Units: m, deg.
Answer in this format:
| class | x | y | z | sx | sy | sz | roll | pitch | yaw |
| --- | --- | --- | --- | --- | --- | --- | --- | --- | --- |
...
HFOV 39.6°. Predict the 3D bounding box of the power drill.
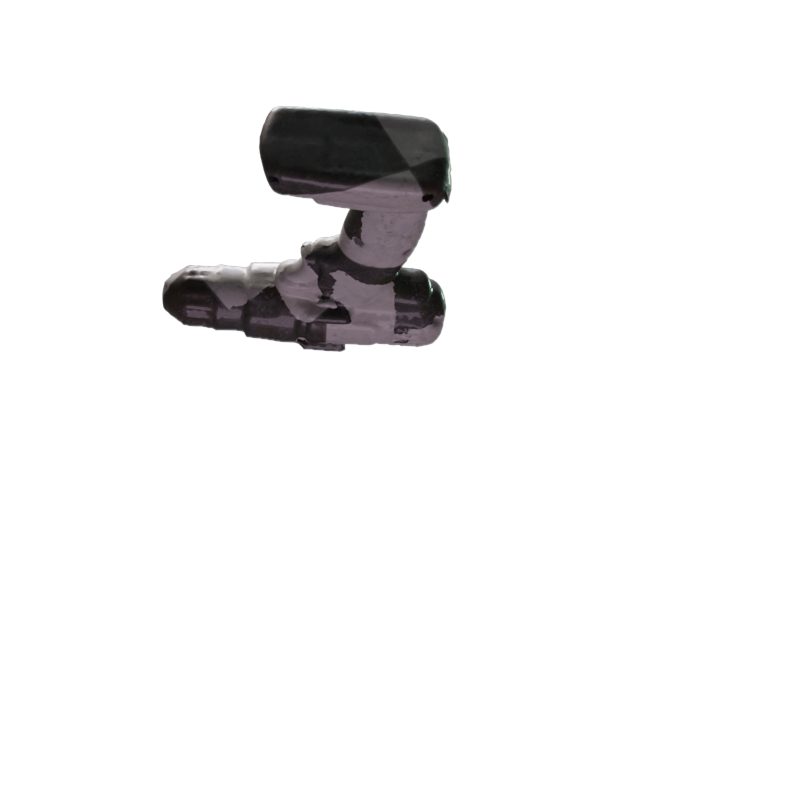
| class | x | y | z | sx | sy | sz | roll | pitch | yaw |
| --- | --- | --- | --- | --- | --- | --- | --- | --- | --- |
| power drill | -0.052 | -0.096 | 0.670 | 0.183 | 0.061 | 0.177 | 3 | -29 | -6 |
